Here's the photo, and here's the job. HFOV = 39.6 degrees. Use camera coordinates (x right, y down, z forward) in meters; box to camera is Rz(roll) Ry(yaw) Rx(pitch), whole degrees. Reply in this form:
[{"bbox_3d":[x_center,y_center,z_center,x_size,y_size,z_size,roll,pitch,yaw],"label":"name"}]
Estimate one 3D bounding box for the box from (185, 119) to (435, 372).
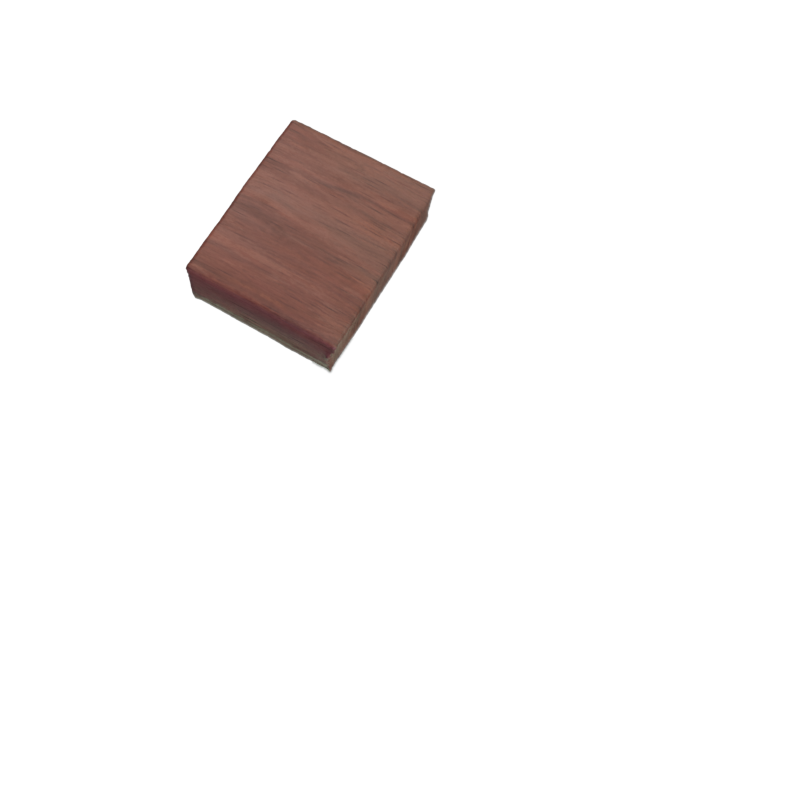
[{"bbox_3d":[-0.047,-0.085,0.594,0.092,0.117,0.037,26,-23,11],"label":"box"}]
